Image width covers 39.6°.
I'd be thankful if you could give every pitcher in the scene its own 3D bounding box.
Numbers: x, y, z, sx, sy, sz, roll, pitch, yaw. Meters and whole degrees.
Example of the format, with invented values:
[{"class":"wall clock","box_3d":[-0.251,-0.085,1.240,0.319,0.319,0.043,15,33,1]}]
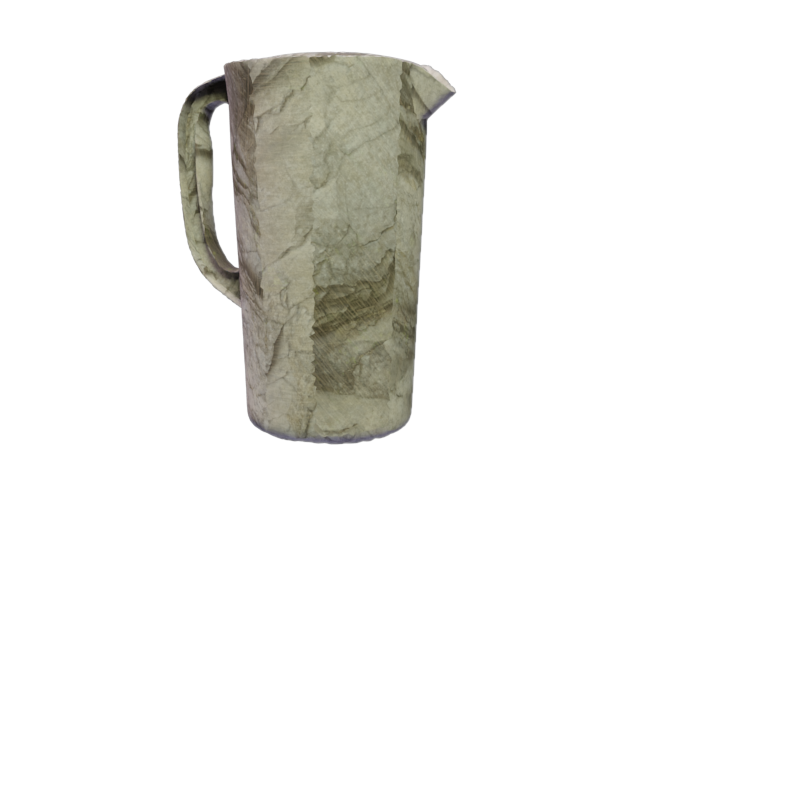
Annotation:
[{"class":"pitcher","box_3d":[-0.056,-0.103,0.721,0.141,0.240,0.156,-3,8,-26]}]
